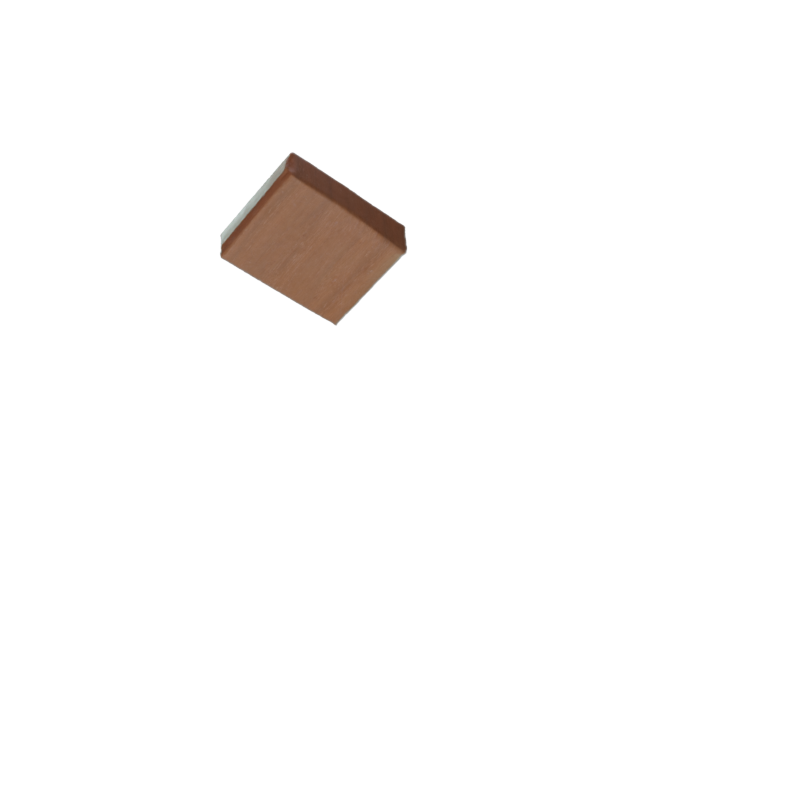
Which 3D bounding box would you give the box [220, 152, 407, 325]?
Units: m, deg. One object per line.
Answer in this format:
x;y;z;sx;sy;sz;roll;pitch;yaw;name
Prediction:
-0.065;-0.118;0.828;0.108;0.088;0.042;33;29;-22;box
